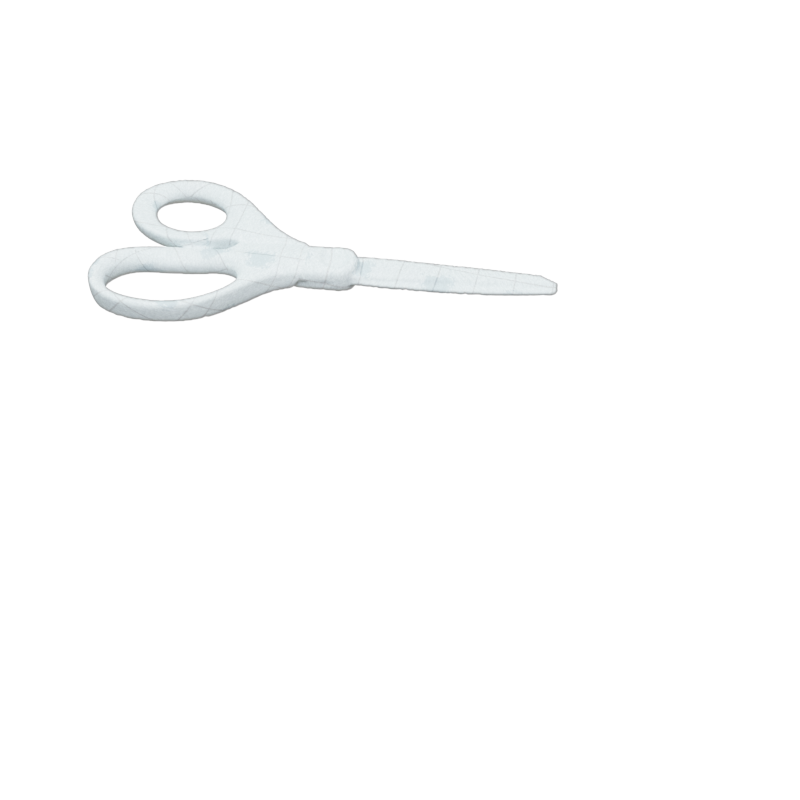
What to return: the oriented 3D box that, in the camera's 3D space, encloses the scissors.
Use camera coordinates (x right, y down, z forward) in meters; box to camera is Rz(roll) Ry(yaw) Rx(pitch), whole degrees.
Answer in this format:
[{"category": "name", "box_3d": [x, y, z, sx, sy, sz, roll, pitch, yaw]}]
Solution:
[{"category": "scissors", "box_3d": [-0.040, -0.072, 0.505, 0.200, 0.015, 0.104, -6, 46, -6]}]
